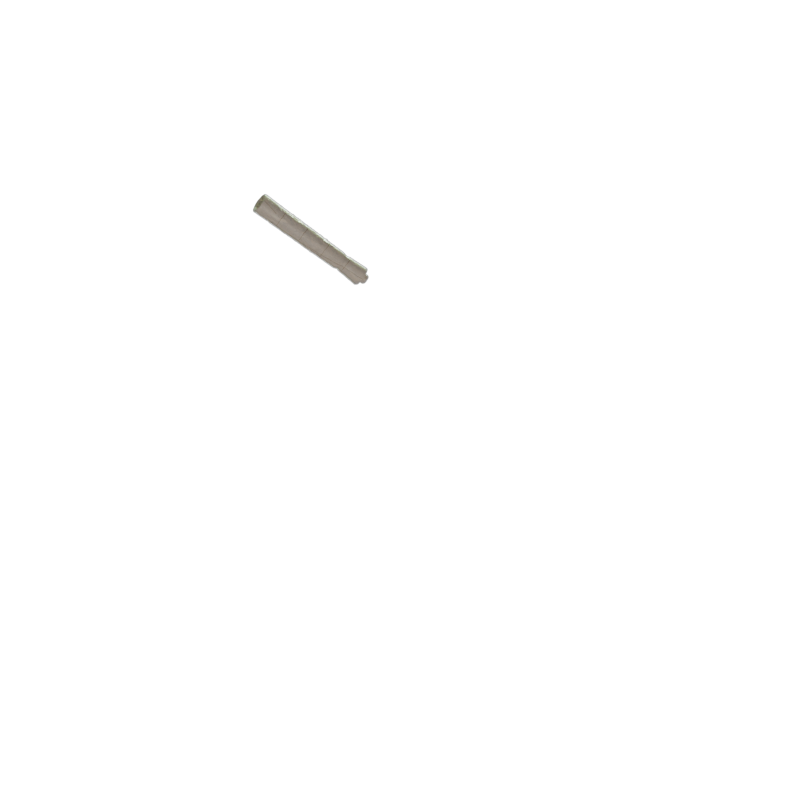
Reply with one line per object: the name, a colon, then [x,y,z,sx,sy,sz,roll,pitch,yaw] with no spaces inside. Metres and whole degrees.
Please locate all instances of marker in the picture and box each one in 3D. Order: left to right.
marker: [-0.076,-0.139,0.975,0.116,0.020,0.020,35,-9,-17]
